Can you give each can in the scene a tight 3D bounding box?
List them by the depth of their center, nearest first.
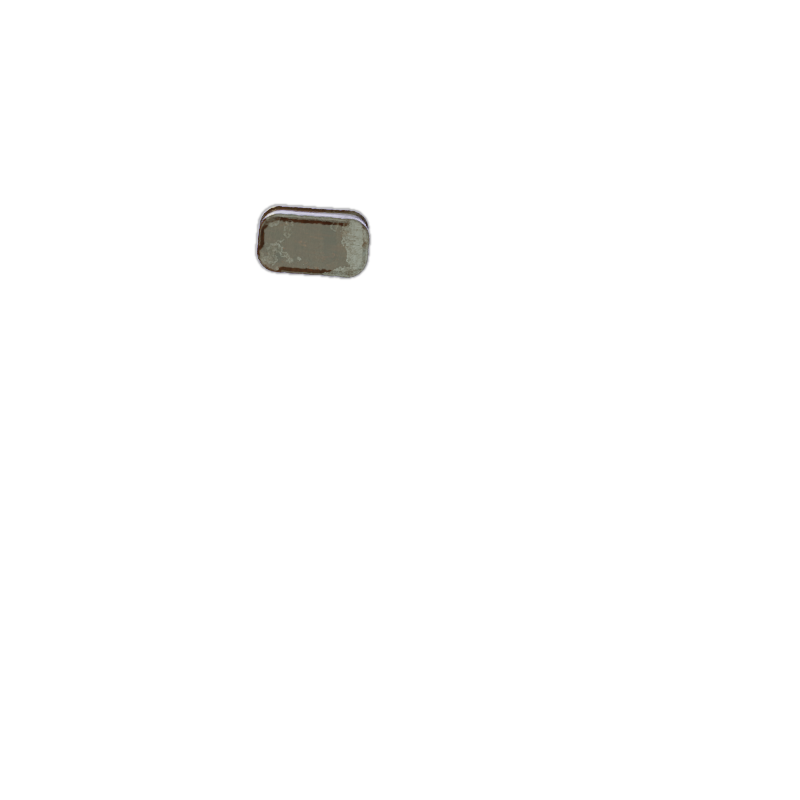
[{"bbox_3d":[-0.077,-0.140,0.981,0.102,0.057,0.085,4,10,-2],"label":"can"}]
